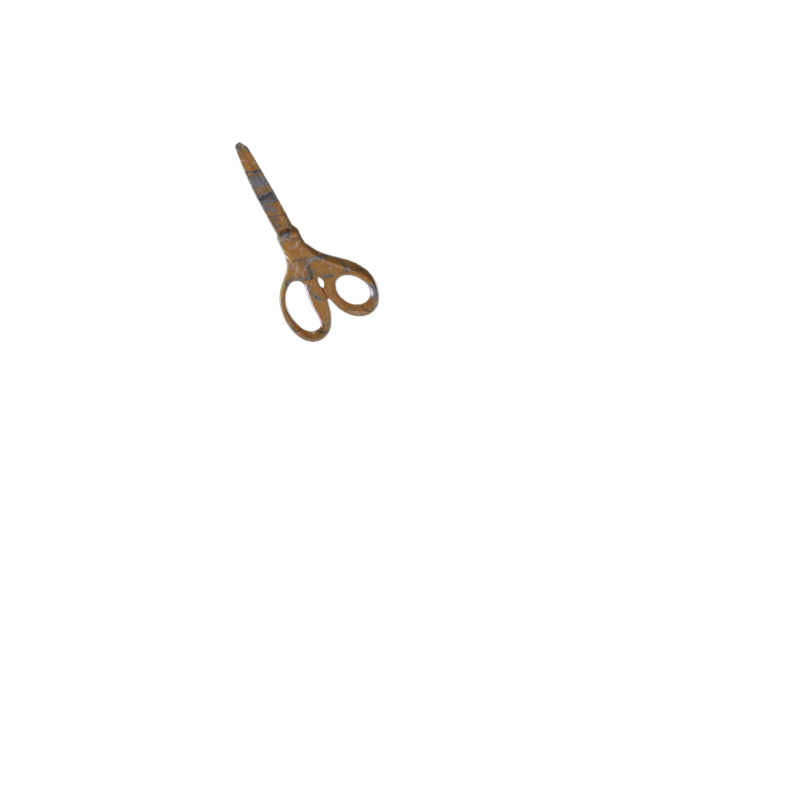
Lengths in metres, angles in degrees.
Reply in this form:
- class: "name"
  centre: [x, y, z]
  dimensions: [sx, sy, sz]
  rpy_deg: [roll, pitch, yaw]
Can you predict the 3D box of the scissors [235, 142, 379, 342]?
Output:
- class: "scissors"
  centre: [-0.073, -0.133, 0.932]
  dimensions: [0.097, 0.188, 0.017]
  rpy_deg: [-6, 35, 4]
